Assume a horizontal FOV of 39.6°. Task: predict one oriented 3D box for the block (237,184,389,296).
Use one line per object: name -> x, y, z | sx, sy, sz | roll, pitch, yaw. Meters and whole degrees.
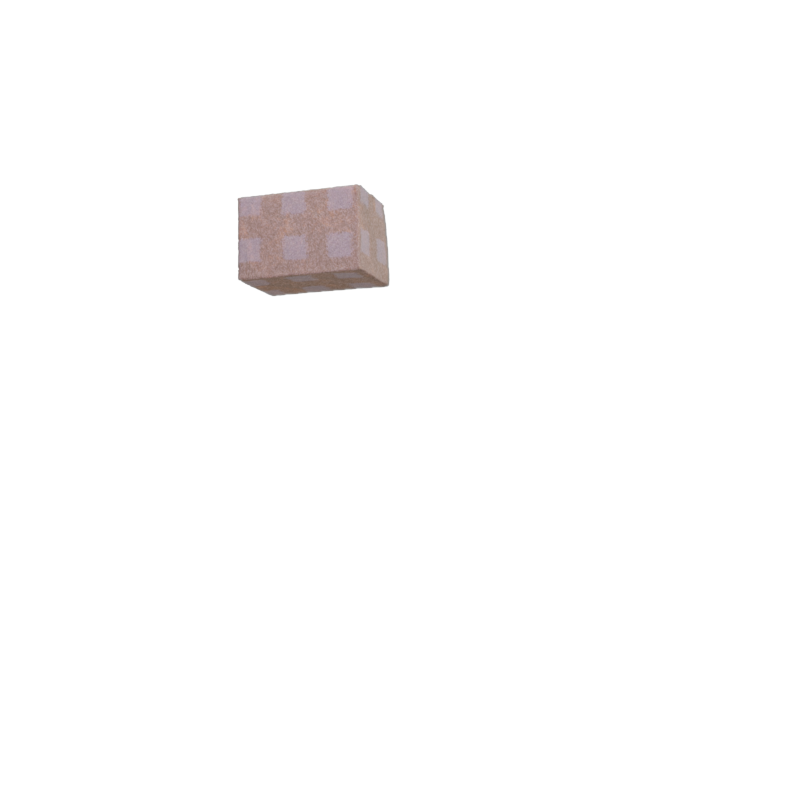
block -> -0.051, -0.093, 0.654 | 0.080, 0.053, 0.050 | -3, -10, 19
